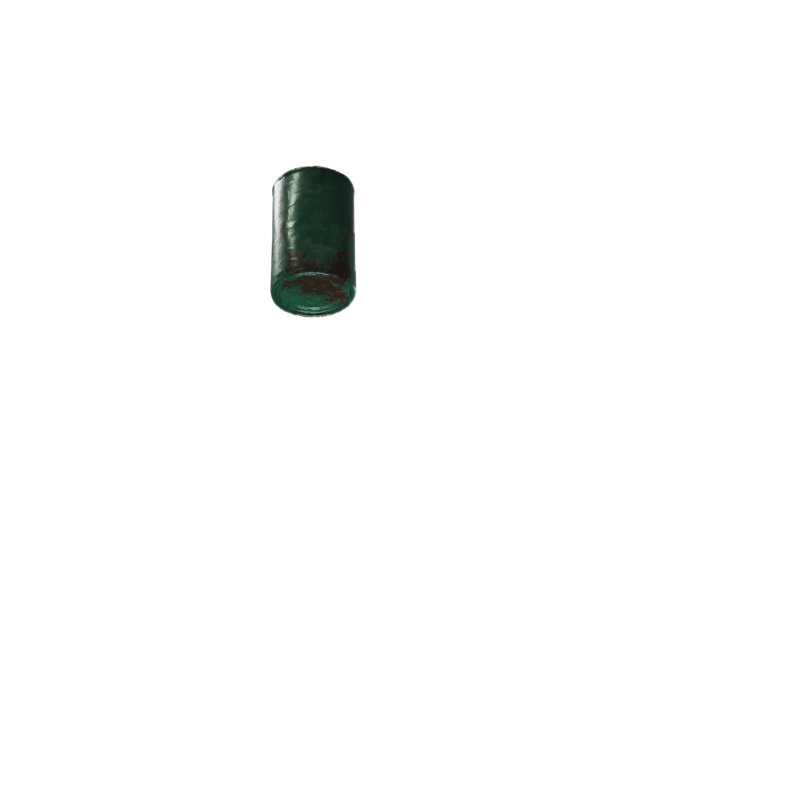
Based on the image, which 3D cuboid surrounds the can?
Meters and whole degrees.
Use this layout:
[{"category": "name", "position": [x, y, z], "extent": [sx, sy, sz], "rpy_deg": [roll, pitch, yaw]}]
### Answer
[{"category": "can", "position": [-0.069, -0.126, 0.880], "extent": [0.068, 0.109, 0.064], "rpy_deg": [-1, -32, -2]}]
